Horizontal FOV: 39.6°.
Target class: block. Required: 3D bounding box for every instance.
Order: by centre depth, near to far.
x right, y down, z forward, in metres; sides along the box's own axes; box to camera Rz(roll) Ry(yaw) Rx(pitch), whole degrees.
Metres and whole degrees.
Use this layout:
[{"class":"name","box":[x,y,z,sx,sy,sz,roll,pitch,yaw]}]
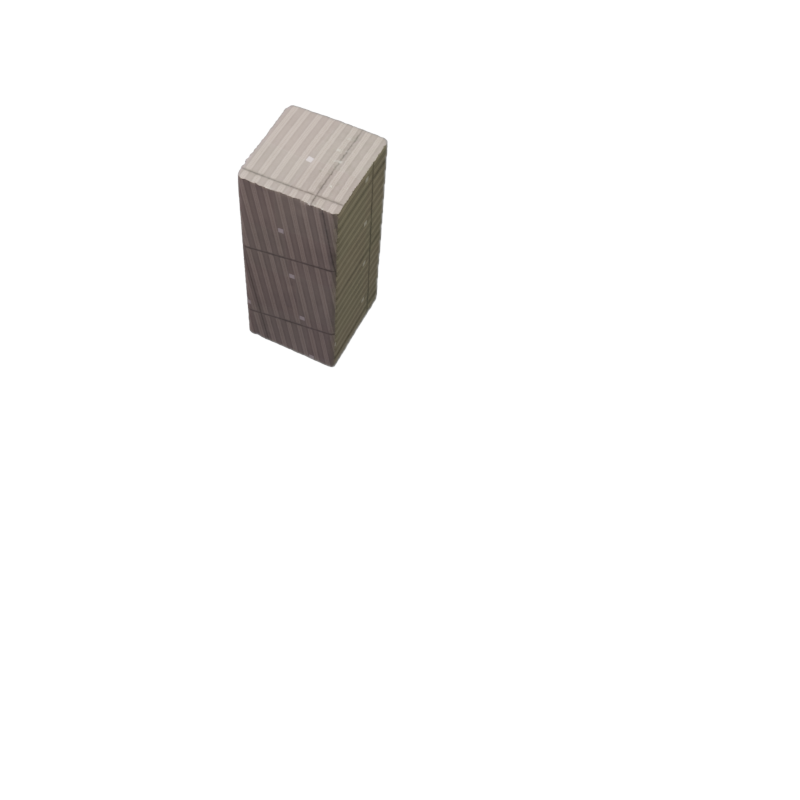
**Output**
[{"class":"block","box":[-0.073,-0.133,0.929,0.093,0.094,0.193,23,-32,12]}]
